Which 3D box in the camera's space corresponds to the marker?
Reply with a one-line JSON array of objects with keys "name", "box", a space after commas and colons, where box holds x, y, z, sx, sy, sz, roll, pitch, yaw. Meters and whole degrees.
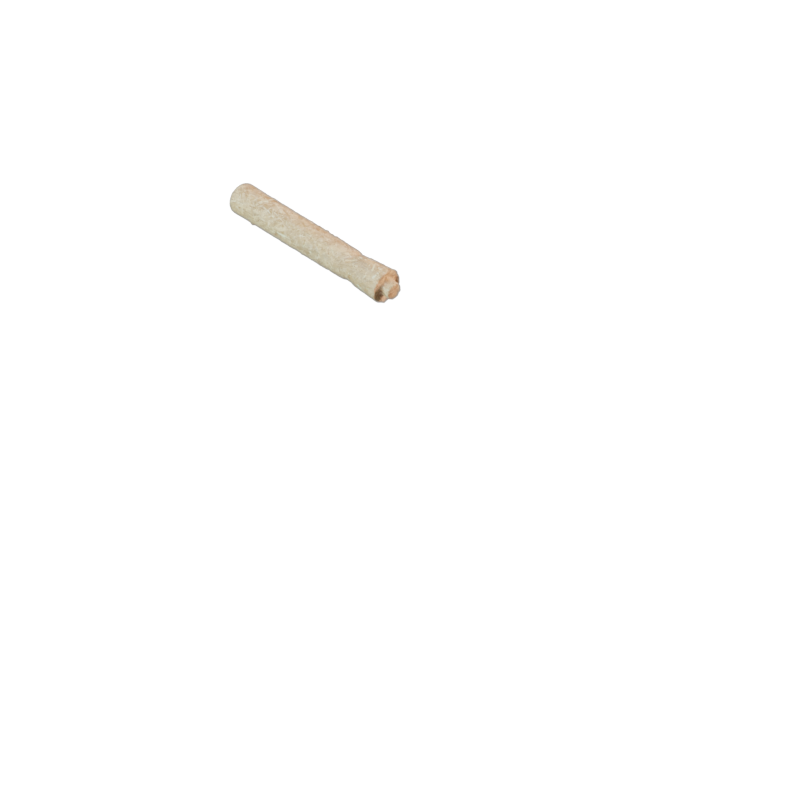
[{"name": "marker", "box": [-0.046, -0.085, 0.592, 0.129, 0.019, 0.019, 35, 24, 35]}]
